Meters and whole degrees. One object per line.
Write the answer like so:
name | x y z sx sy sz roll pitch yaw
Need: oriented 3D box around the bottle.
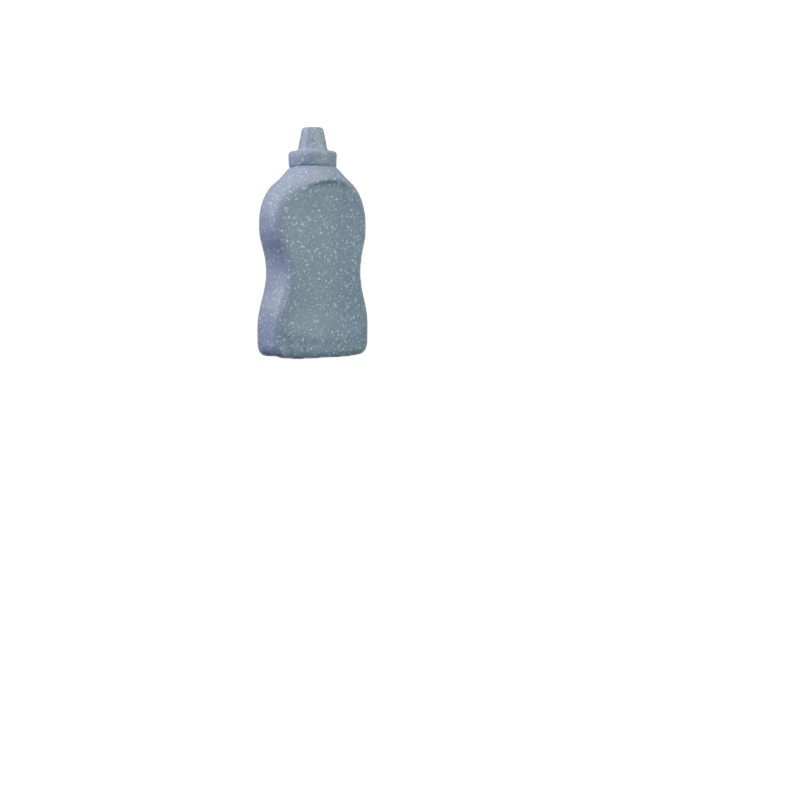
bottle | -0.073 -0.133 0.931 0.093 0.192 0.060 0 0 -35
